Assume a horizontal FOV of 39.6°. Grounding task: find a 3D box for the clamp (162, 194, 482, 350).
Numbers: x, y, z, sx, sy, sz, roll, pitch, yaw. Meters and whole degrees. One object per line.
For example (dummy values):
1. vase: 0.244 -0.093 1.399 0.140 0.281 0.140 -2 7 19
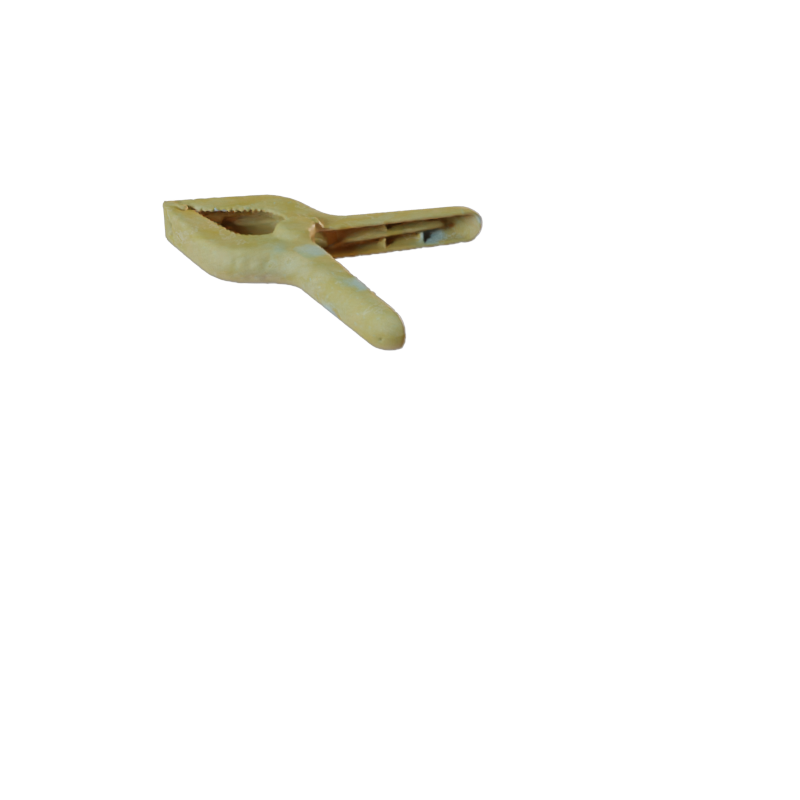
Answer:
1. clamp: -0.057 -0.104 0.730 0.220 0.034 0.167 17 37 24
